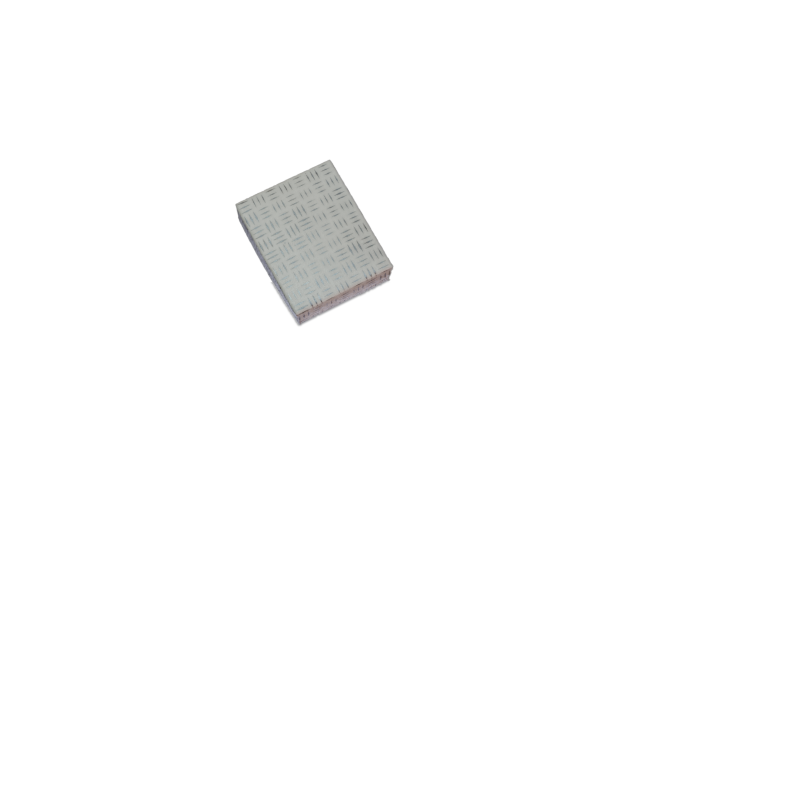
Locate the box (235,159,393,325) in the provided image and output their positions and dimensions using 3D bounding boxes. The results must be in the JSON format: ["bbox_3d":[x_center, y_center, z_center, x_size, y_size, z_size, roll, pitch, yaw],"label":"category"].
[{"bbox_3d":[-0.072,-0.130,0.914,0.090,0.119,0.037,-27,-17,-9],"label":"box"}]
